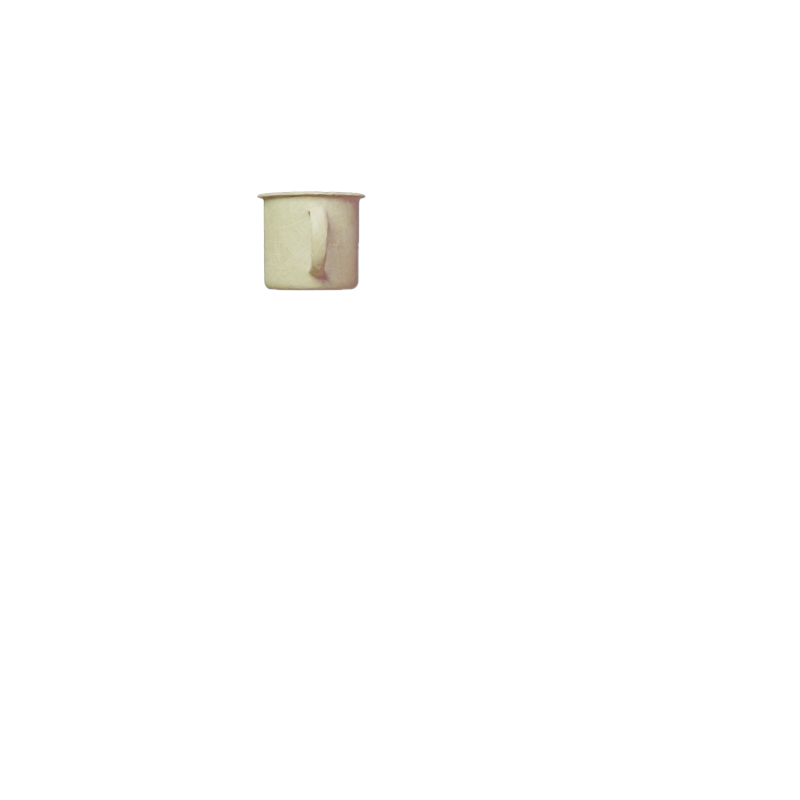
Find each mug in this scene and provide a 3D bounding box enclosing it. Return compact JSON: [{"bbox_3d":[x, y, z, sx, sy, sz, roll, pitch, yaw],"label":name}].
[{"bbox_3d":[-0.074,-0.134,0.941,0.092,0.081,0.119,-1,4,-11],"label":"mug"}]
